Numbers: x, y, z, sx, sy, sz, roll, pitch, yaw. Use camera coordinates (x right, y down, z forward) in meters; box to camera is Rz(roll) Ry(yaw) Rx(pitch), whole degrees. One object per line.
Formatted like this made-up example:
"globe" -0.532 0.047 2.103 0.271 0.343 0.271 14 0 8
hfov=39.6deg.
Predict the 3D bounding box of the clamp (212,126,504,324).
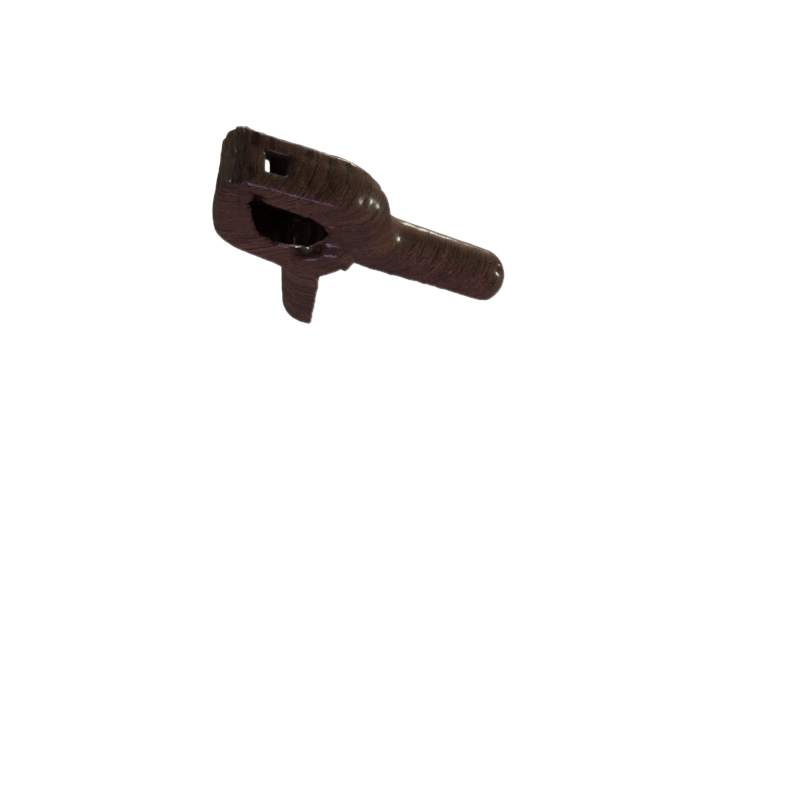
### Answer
"clamp" -0.041 -0.075 0.523 0.122 0.041 0.160 -16 -28 32
